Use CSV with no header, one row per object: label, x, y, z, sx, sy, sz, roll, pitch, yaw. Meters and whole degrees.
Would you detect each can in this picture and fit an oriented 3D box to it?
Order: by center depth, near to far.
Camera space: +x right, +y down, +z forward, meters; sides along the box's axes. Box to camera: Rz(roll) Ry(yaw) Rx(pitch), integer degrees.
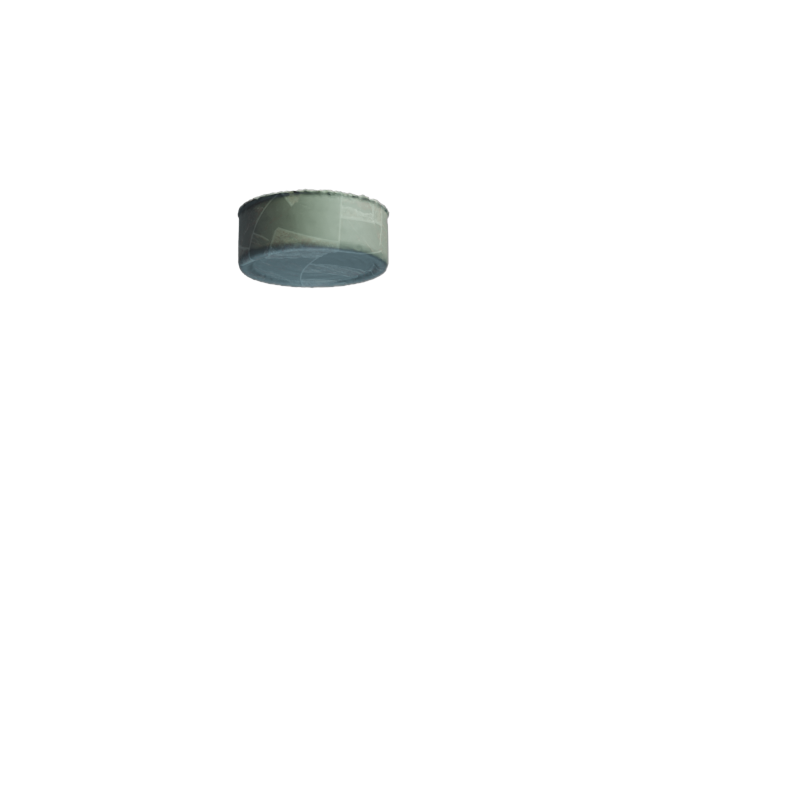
can,-0.049,-0.089,0.623,0.086,0.035,0.083,0,-10,-2
